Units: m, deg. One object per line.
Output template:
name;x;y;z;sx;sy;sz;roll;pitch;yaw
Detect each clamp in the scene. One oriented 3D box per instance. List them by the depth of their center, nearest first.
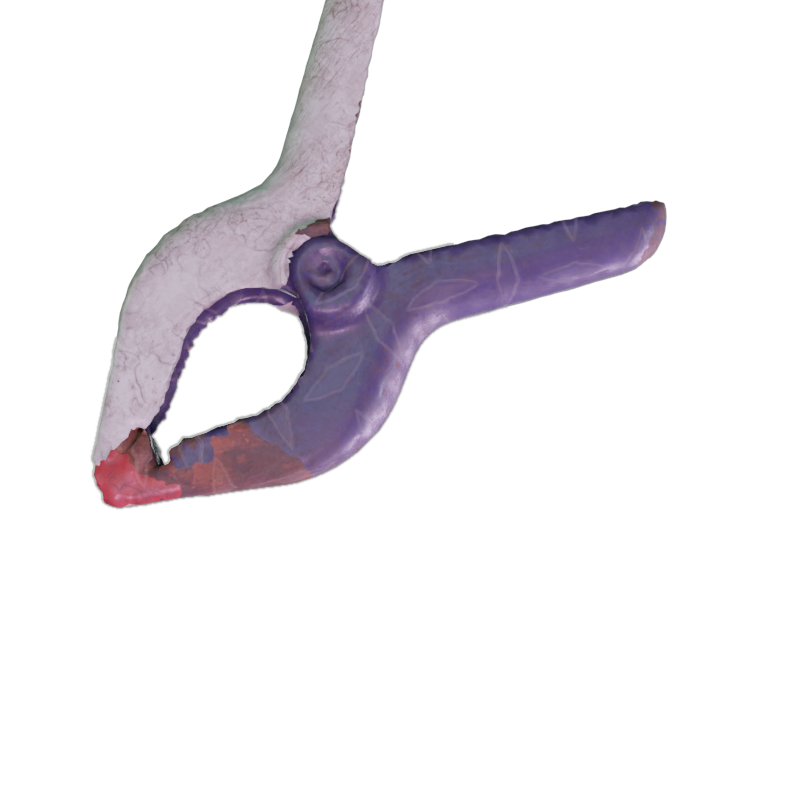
clamp;-0.024;-0.044;0.310;0.172;0.125;0.037;-36;-15;-12
